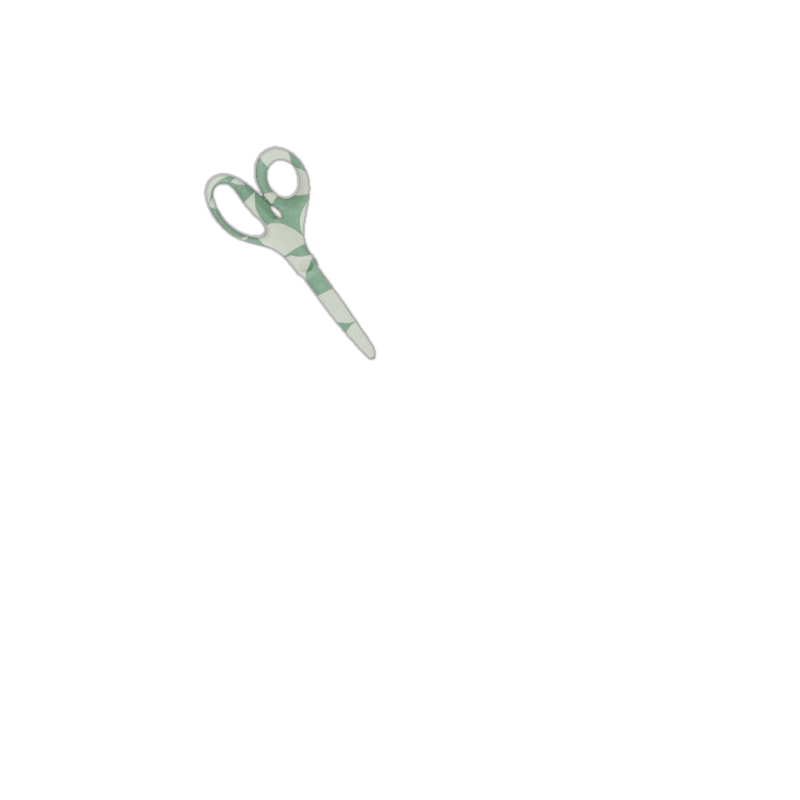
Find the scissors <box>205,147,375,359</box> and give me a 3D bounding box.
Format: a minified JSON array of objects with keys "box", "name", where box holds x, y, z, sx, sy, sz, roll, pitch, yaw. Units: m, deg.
[{"box":[-0.073,-0.134,0.935,0.205,0.097,0.015,38,-7,6],"name":"scissors"}]
